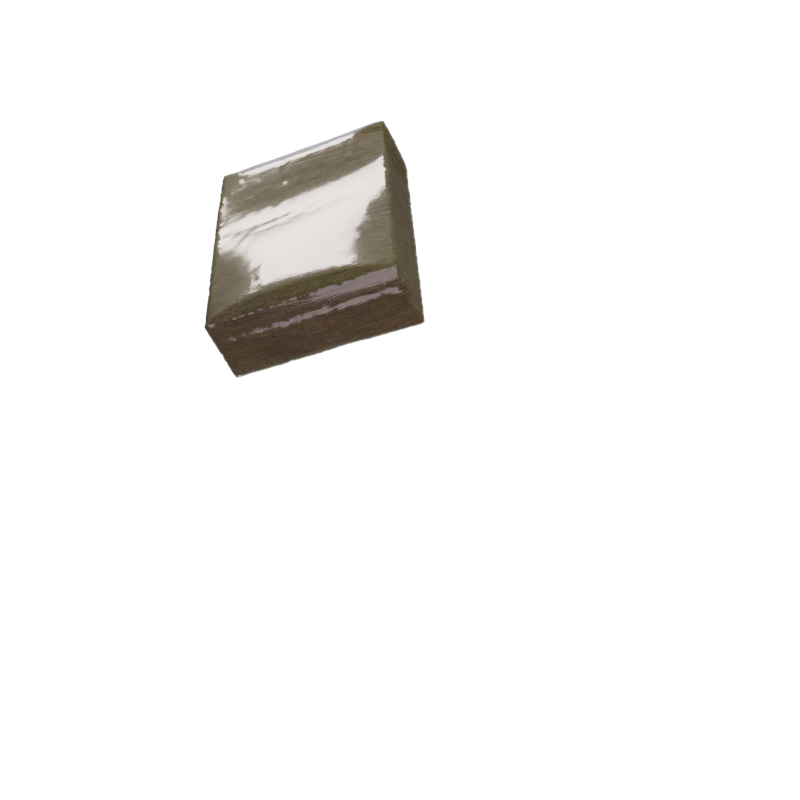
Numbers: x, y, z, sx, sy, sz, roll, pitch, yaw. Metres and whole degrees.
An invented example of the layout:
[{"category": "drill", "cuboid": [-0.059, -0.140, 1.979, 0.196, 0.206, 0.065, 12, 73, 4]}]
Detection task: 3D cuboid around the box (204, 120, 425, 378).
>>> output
[{"category": "box", "cuboid": [-0.074, -0.135, 0.943, 0.165, 0.229, 0.066, -17, -49, 12]}]
